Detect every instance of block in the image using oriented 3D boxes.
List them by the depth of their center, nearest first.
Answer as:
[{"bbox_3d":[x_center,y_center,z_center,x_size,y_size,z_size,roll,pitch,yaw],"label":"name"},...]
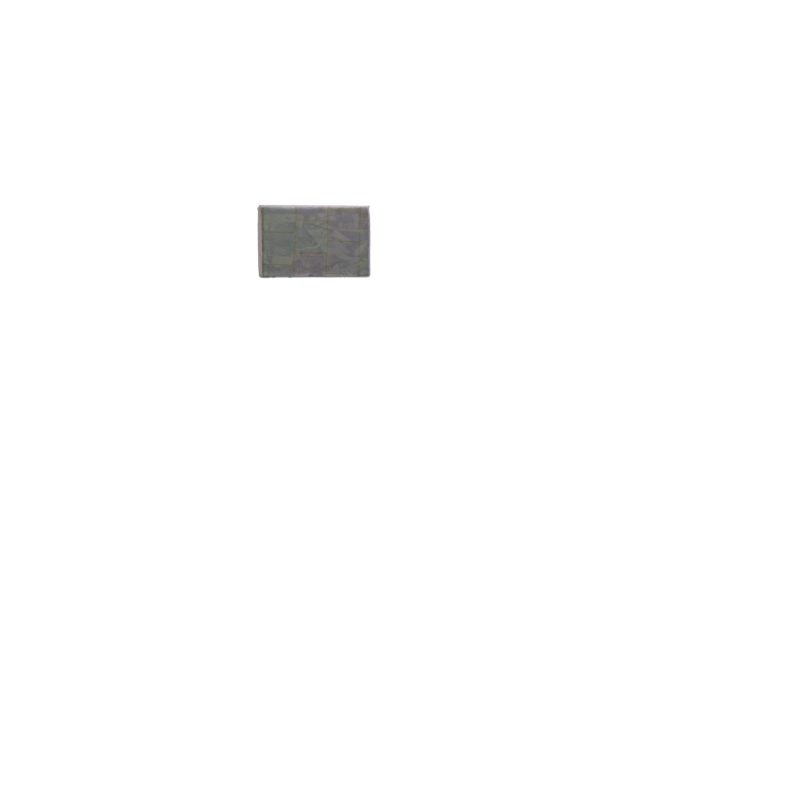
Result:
[{"bbox_3d":[-0.061,-0.112,0.784,0.077,0.051,0.053,0,3,-7],"label":"block"}]
